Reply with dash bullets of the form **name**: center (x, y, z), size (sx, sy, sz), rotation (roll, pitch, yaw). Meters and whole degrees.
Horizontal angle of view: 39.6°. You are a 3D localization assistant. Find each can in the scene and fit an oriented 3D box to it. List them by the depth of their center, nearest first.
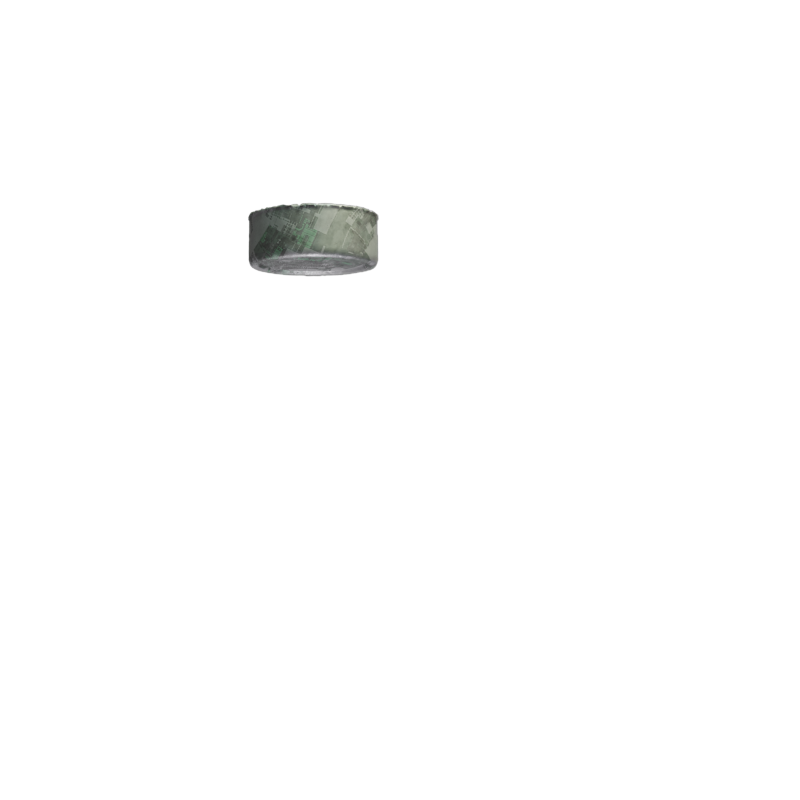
- **can**: center (-0.057, -0.103, 0.724), size (0.086, 0.034, 0.085), rotation (0, -4, -2)
